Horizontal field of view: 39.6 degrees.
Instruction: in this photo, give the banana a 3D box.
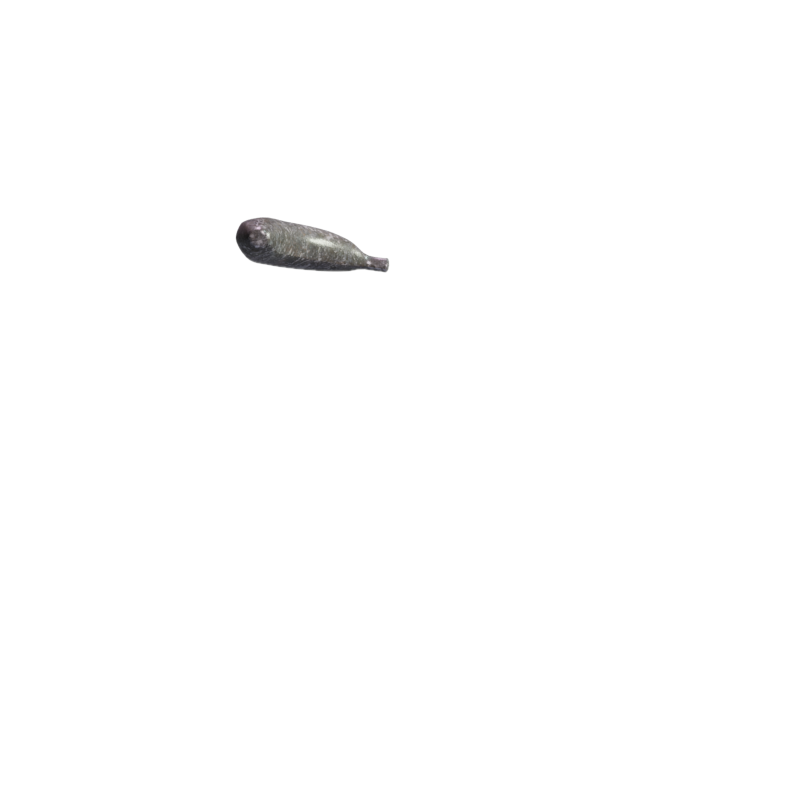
[{"bbox_3d":[-0.083,-0.125,0.888,0.072,0.037,0.190,0,2,29],"label":"banana"}]
